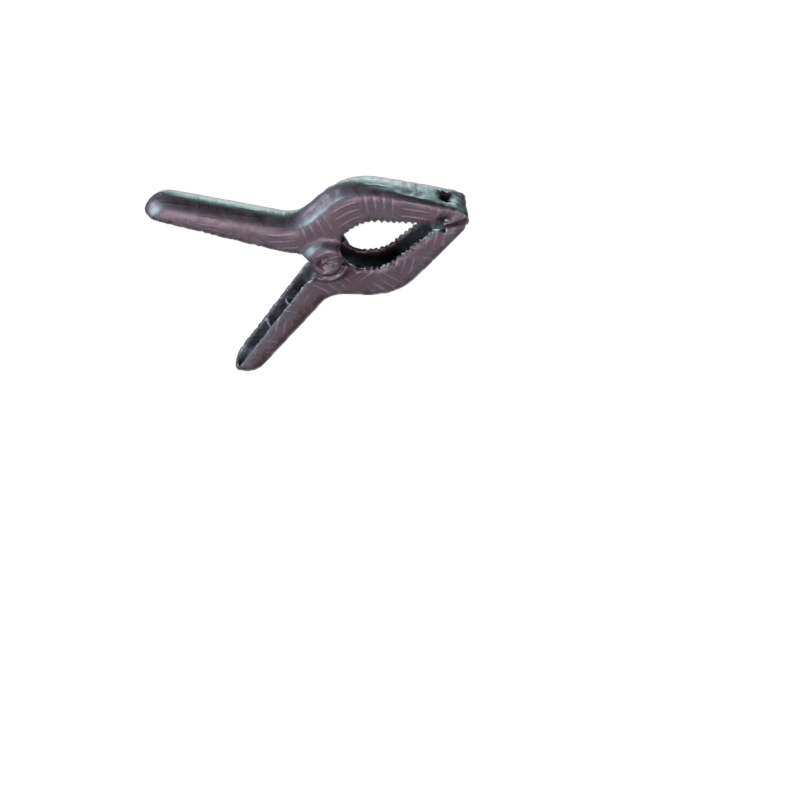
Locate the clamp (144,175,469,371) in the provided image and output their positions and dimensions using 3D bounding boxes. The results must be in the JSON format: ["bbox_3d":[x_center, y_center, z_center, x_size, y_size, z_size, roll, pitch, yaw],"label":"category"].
[{"bbox_3d":[-0.060,-0.109,0.760,0.211,0.152,0.039,-20,38,17],"label":"clamp"}]
